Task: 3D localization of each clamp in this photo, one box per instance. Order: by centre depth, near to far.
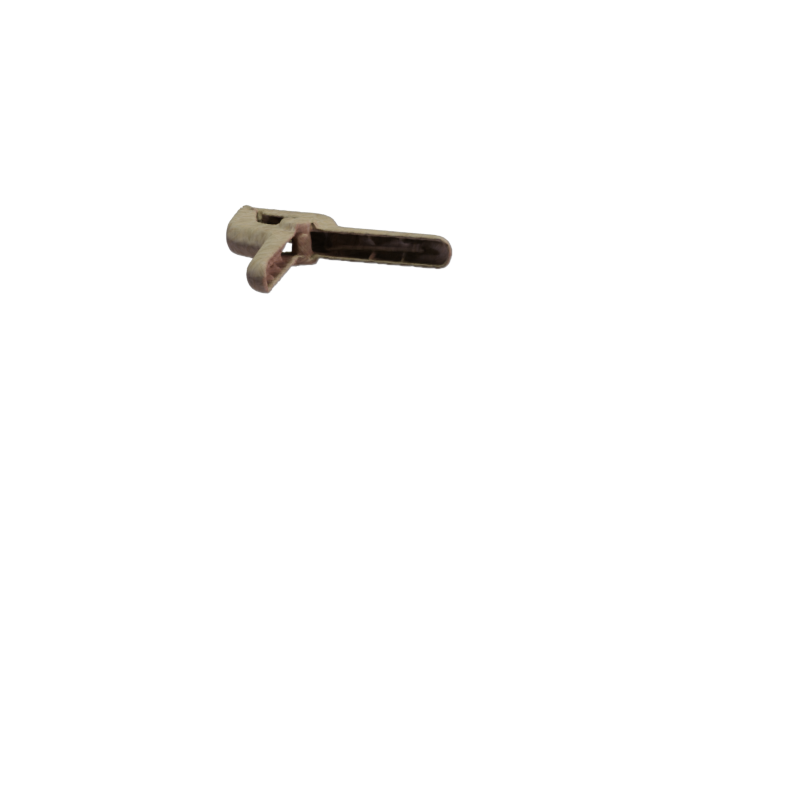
[{"bbox_3d":[-0.069,-0.126,0.880,0.161,0.035,0.222,-8,20,-21],"label":"clamp"}]
